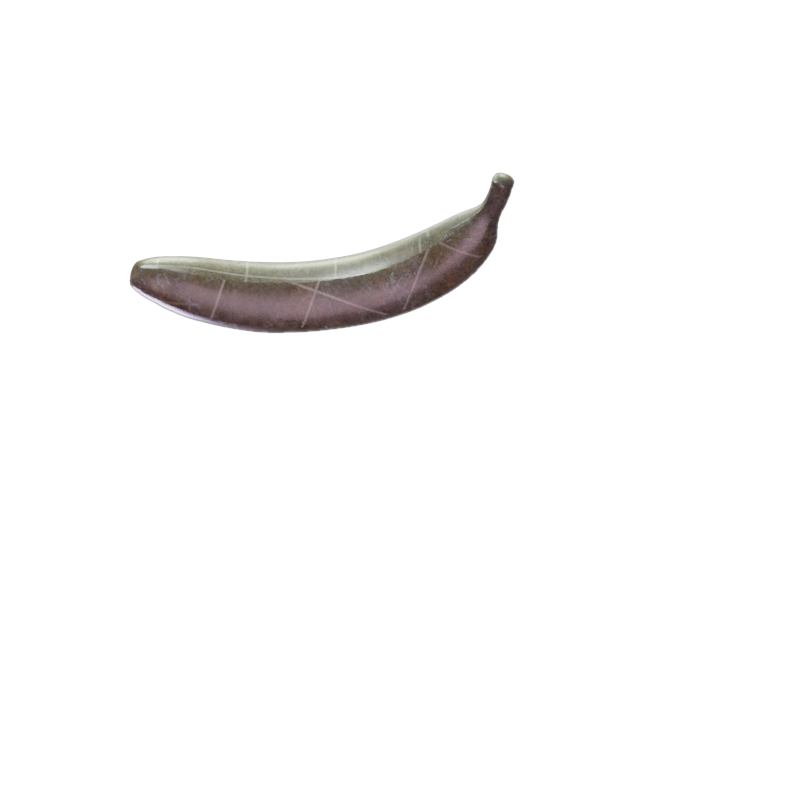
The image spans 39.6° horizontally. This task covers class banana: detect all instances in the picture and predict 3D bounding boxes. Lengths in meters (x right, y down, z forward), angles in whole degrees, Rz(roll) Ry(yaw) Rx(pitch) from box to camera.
[{"bbox_3d":[-0.035,-0.066,0.565,0.199,0.065,0.039,-14,30,7],"label":"banana"}]
